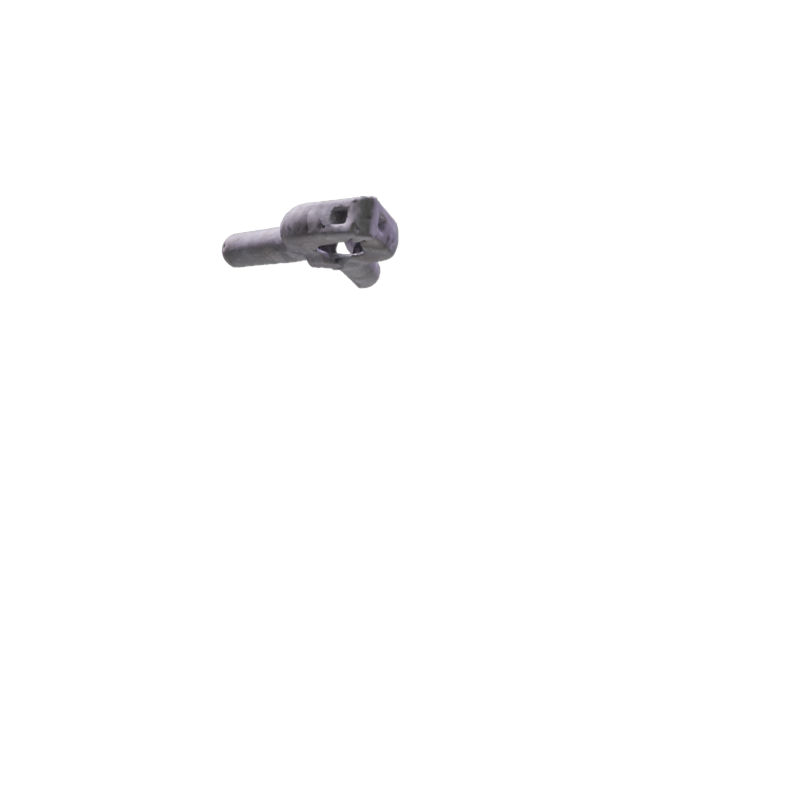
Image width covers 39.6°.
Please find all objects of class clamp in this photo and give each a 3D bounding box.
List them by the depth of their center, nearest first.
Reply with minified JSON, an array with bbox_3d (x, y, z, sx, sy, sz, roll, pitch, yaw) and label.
[{"bbox_3d":[-0.060,-0.109,0.764,0.119,0.040,0.169,1,-8,-10],"label":"clamp"}]
